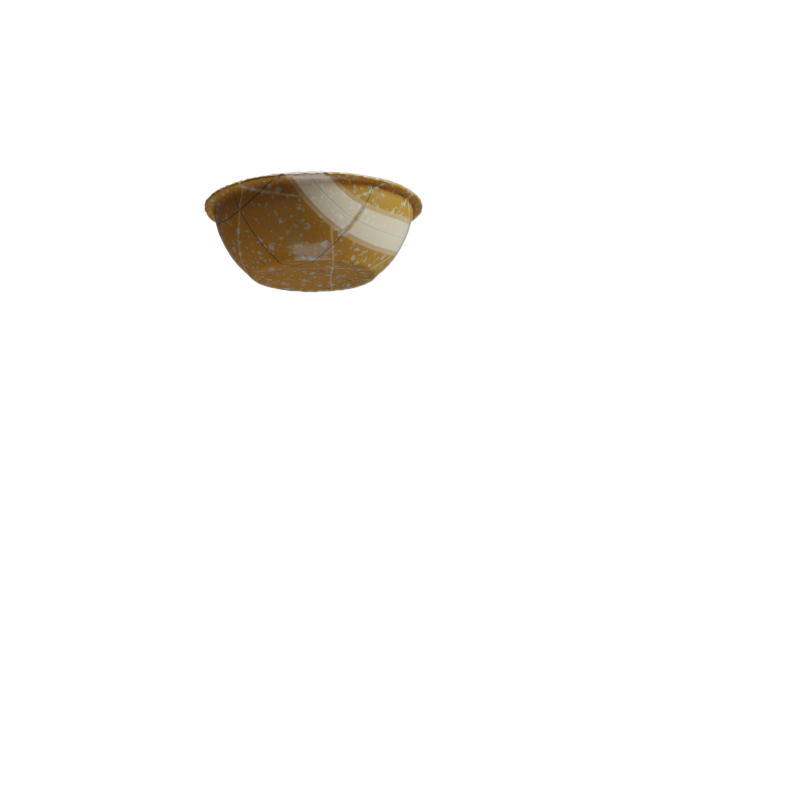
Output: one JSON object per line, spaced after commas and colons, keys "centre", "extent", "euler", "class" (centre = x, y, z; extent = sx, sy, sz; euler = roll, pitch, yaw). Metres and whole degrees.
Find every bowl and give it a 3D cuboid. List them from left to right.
{"centre": [-0.064, -0.116, 0.816], "extent": [0.162, 0.057, 0.157], "euler": [0, -10, -2], "class": "bowl"}
